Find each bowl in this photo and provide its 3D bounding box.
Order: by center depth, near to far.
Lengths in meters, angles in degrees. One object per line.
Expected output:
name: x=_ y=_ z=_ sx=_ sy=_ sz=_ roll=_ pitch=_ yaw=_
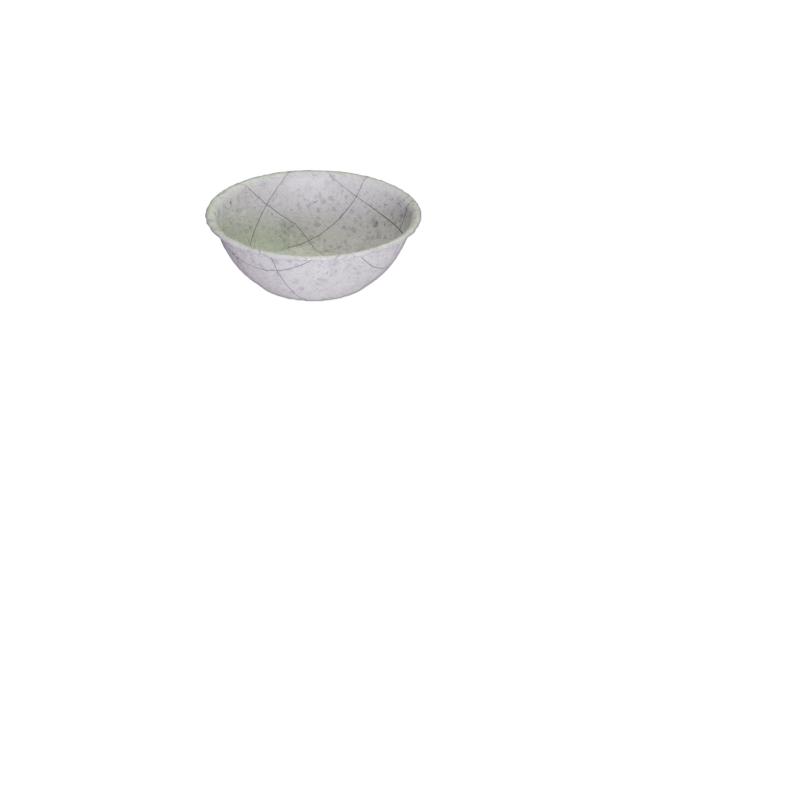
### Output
bowl: x=-0.066 y=-0.120 z=0.840 sx=0.162 sy=0.052 sz=0.172 roll=-1 pitch=31 yaw=-2
